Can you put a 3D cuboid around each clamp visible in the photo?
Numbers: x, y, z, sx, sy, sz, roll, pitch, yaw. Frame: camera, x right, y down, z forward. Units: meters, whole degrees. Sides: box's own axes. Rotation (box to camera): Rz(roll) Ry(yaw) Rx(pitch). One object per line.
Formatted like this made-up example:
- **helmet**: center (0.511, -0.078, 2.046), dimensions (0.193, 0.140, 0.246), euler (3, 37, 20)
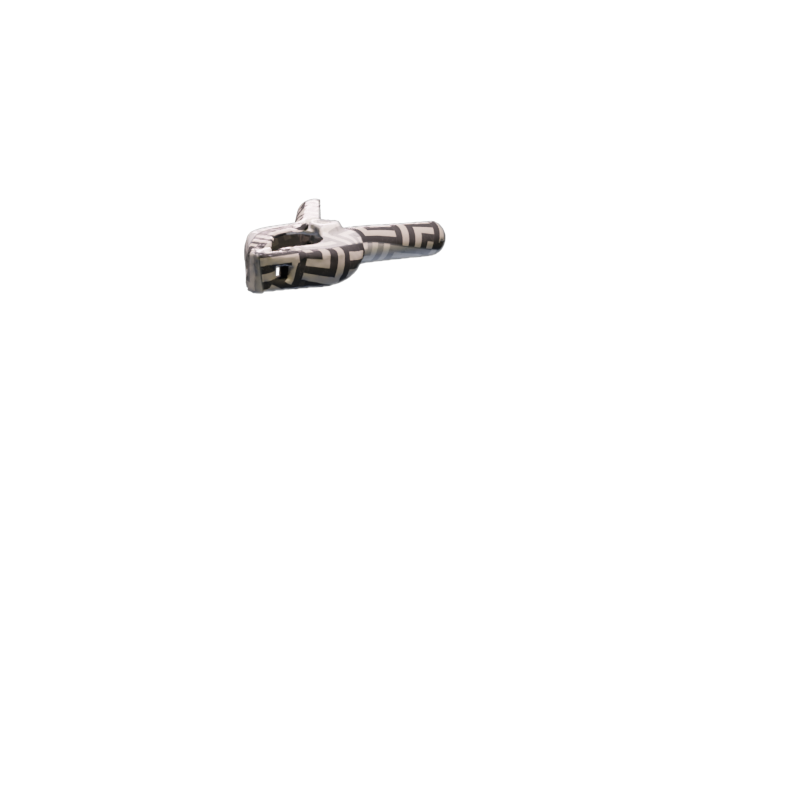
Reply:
- **clamp**: center (-0.061, -0.111, 0.778), dimensions (0.126, 0.038, 0.168), euler (13, 22, 36)
